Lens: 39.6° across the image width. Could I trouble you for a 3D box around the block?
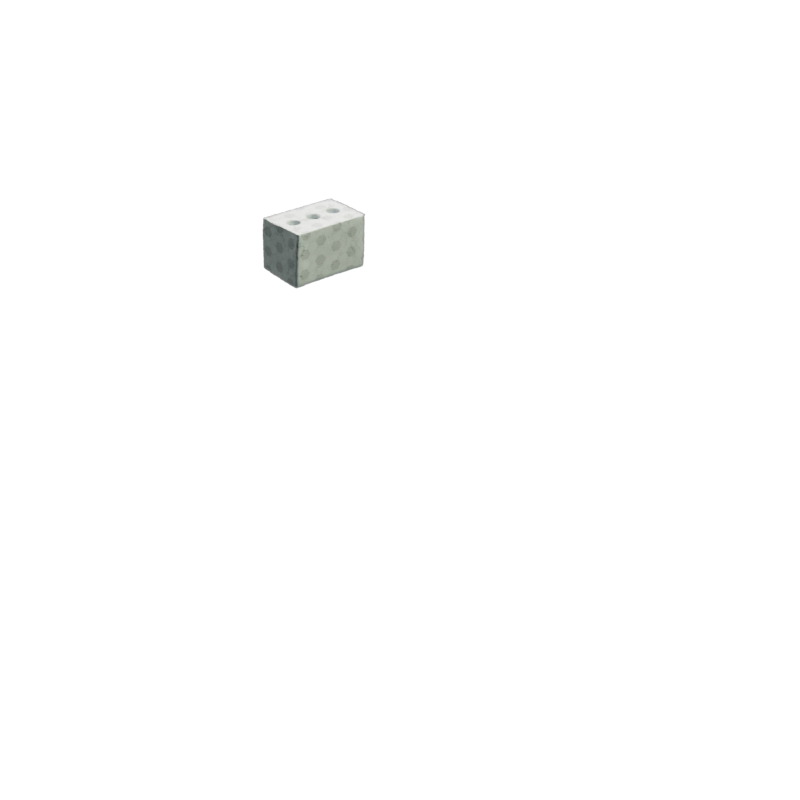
[{"bbox_3d":[-0.077,-0.141,0.987,0.077,0.048,0.056,-22,36,-35],"label":"block"}]
